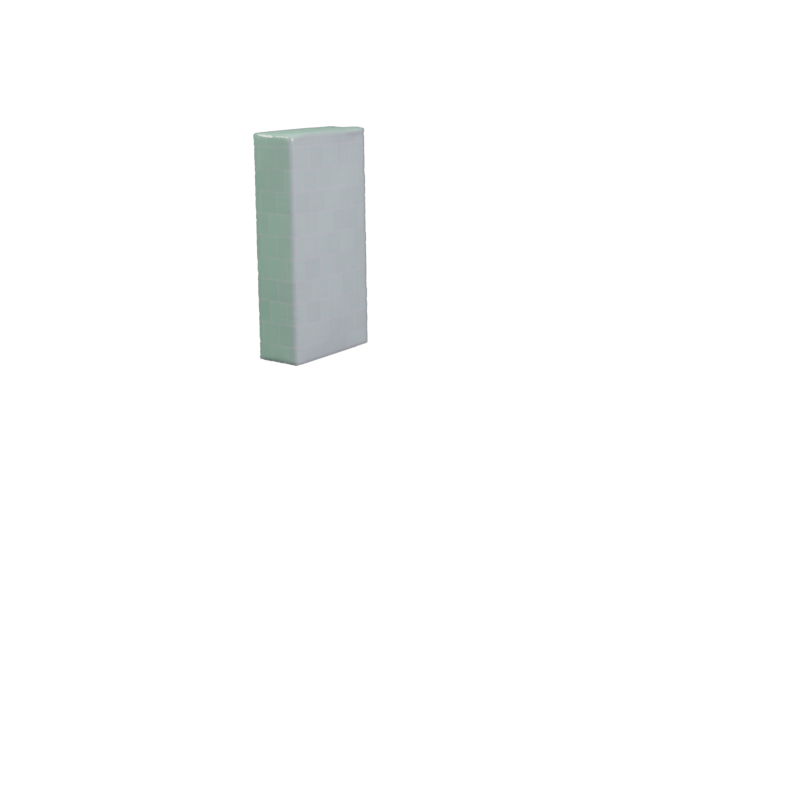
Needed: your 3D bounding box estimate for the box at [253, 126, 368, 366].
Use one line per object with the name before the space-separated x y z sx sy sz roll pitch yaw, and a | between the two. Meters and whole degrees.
box | -0.068 -0.124 0.867 0.050 0.171 0.092 9 15 36
